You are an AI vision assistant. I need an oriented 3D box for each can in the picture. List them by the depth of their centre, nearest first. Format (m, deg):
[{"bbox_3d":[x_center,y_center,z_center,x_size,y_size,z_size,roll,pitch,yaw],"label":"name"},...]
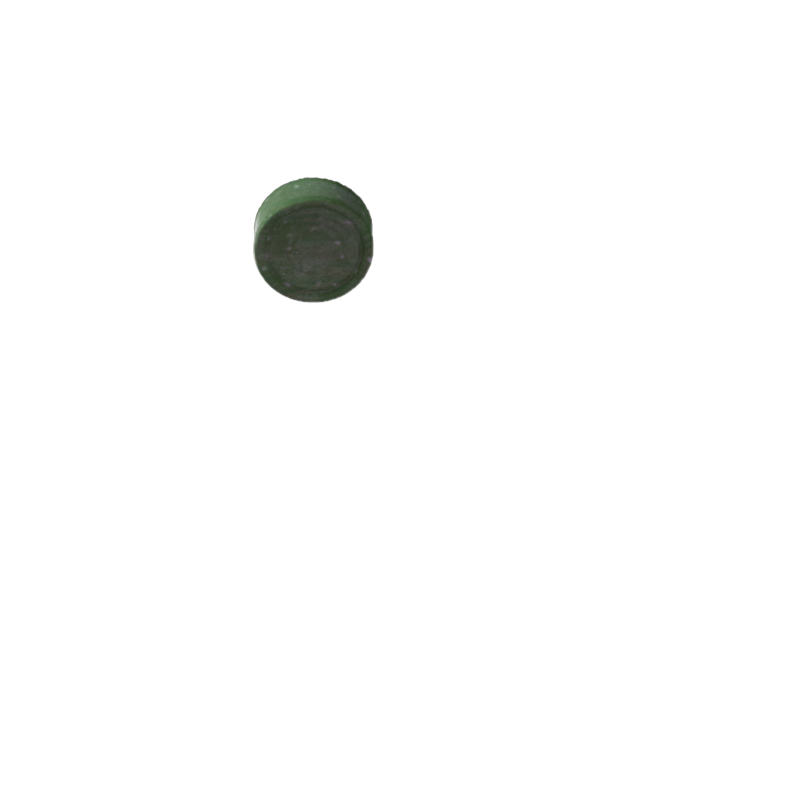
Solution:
[{"bbox_3d":[-0.061,-0.112,0.783,0.086,0.081,0.036,1,31,-1],"label":"can"}]
